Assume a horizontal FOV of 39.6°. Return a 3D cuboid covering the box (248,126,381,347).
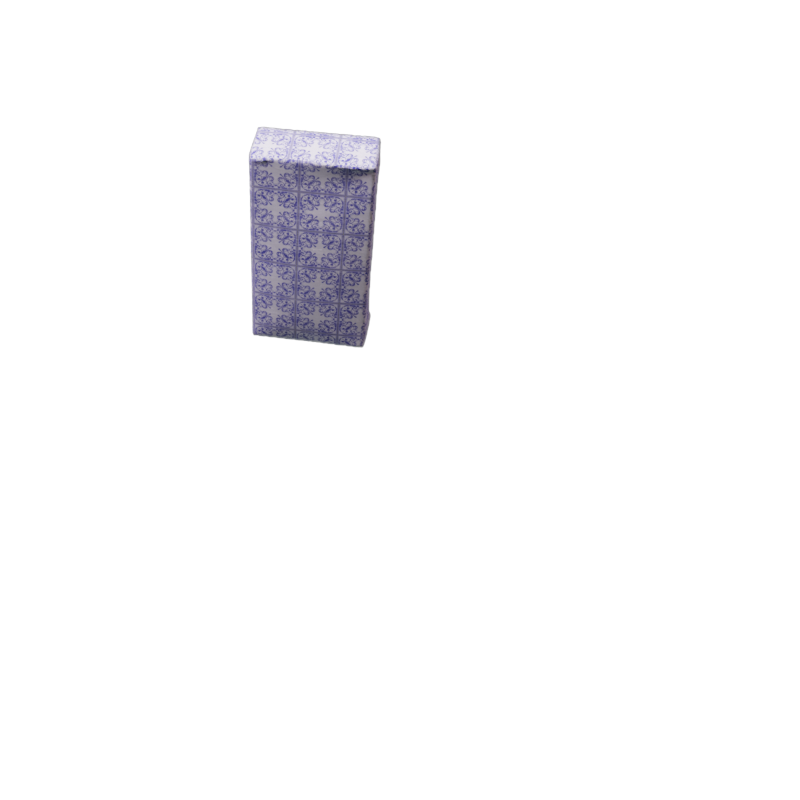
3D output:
[{"bbox_3d":[-0.066,-0.120,0.840,0.094,0.164,0.051,7,45,3],"label":"box"}]
